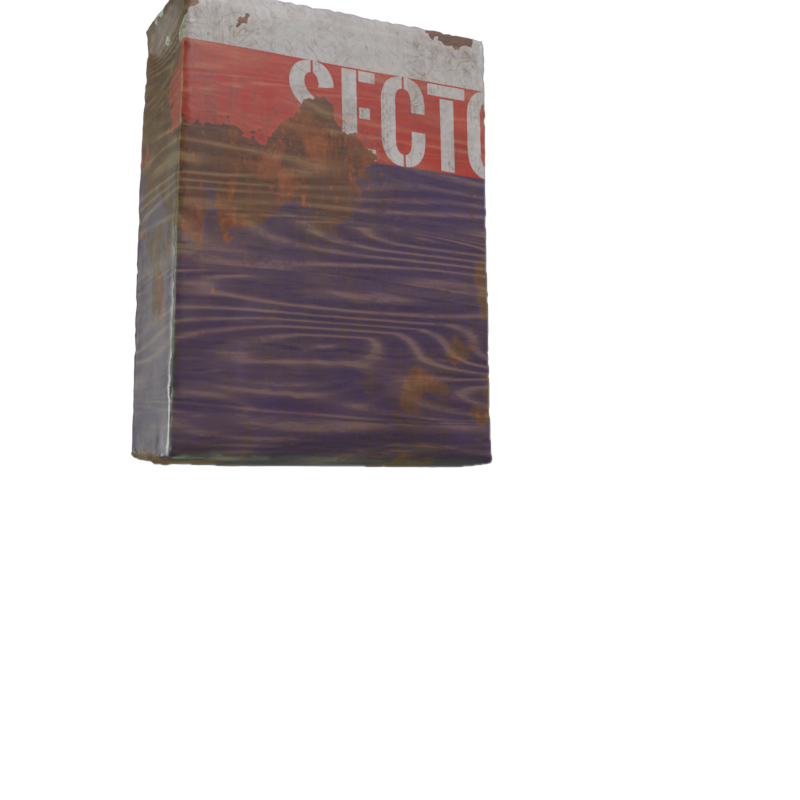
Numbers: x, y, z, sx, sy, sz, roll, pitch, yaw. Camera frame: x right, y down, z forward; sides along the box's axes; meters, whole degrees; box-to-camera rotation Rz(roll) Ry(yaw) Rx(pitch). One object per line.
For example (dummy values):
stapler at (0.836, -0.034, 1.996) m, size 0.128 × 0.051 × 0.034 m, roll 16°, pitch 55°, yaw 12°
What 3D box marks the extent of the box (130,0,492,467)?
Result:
box at (-0.042, -0.077, 0.538) m, size 0.158 × 0.220 × 0.072 m, roll 4°, pitch -12°, yaw -27°
